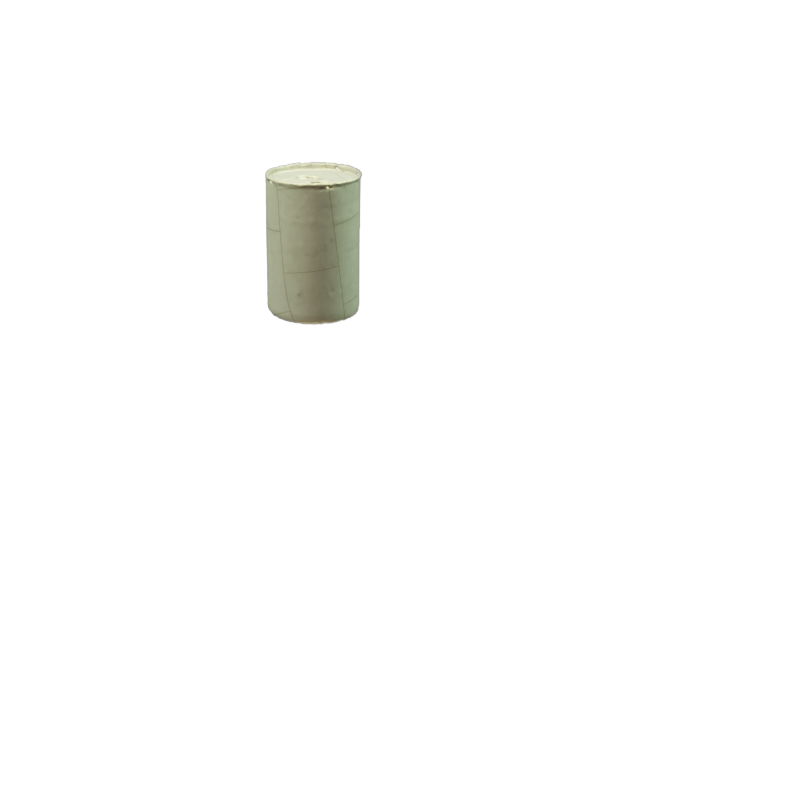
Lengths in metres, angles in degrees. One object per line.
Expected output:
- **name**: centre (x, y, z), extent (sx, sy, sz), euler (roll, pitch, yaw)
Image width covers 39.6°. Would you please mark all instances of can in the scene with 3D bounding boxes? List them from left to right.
- **can**: centre (-0.062, -0.113, 0.790), extent (0.068, 0.098, 0.072), euler (0, 19, -2)
